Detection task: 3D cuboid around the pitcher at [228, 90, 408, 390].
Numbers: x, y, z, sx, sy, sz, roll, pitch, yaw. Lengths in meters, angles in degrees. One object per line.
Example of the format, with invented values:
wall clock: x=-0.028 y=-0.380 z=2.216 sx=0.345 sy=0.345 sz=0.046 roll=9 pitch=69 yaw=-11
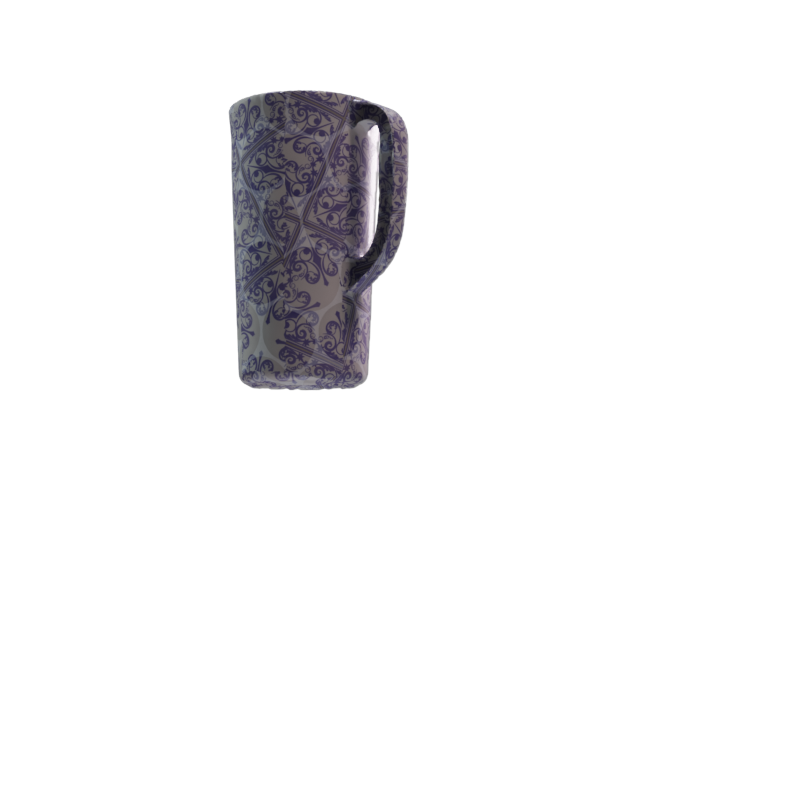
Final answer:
pitcher: x=-0.073 y=-0.133 z=0.932 sx=0.144 sy=0.249 sz=0.147 roll=0 pitch=-8 yaw=-6
